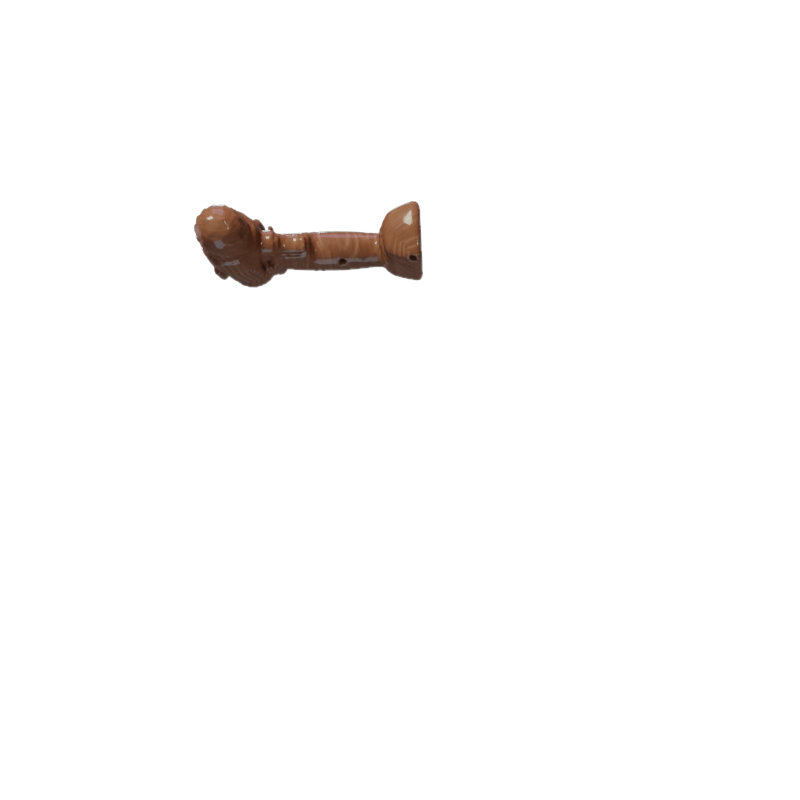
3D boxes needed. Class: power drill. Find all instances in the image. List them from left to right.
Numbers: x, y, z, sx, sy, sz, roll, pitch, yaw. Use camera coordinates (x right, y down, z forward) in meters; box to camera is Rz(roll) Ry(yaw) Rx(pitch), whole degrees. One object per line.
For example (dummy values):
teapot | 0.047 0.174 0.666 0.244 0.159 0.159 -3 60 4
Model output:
power drill | -0.075 -0.137 0.958 0.189 0.058 0.180 0 -3 5
